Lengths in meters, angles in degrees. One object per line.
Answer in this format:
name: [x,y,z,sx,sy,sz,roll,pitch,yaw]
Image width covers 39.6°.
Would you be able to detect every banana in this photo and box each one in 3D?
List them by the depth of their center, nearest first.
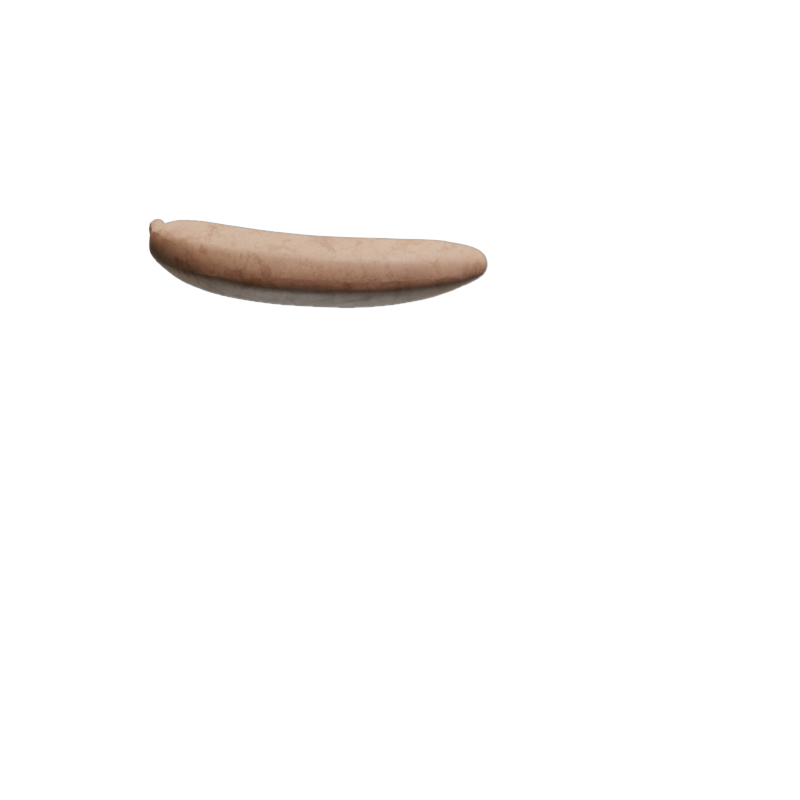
banana: [-0.055,-0.077,0.595,0.202,0.034,0.072,9,35,13]
